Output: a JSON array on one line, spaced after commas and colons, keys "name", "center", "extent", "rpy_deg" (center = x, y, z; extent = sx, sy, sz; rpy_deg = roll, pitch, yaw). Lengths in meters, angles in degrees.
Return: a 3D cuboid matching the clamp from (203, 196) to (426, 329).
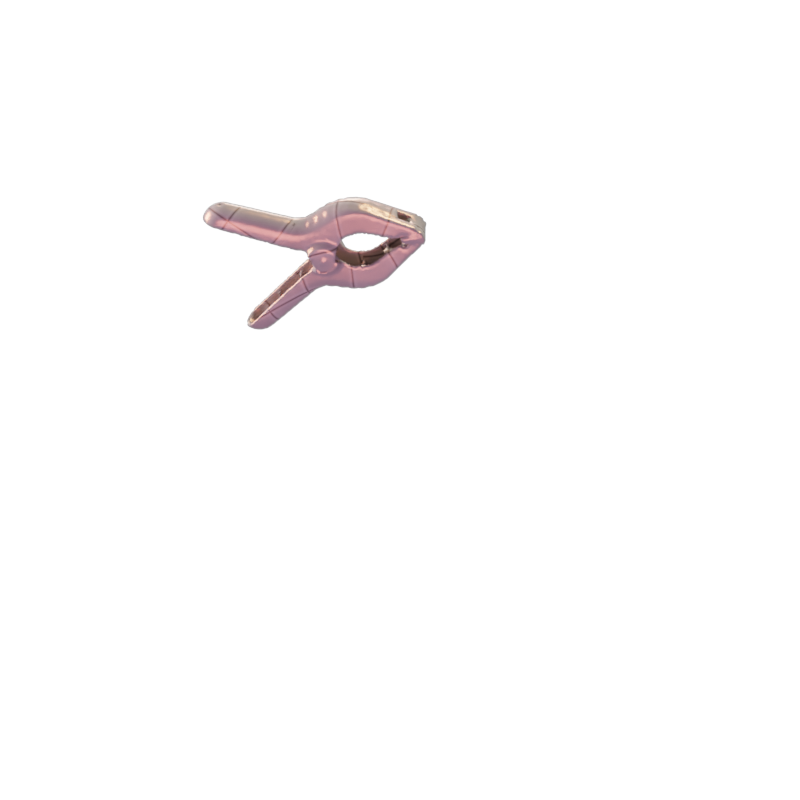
[{"name": "clamp", "center": [-0.068, -0.125, 0.874], "extent": [0.172, 0.111, 0.042], "rpy_deg": [-19, 39, 16]}]
